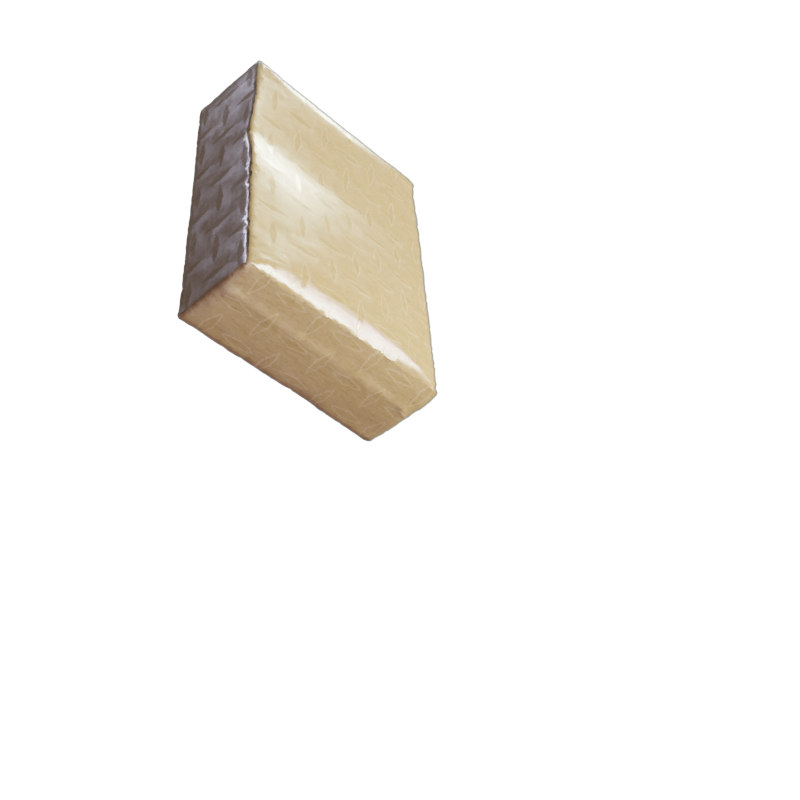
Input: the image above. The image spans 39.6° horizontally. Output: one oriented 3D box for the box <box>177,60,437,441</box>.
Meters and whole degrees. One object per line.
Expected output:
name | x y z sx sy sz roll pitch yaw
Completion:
box | -0.057 -0.105 0.733 0.154 0.230 0.071 34 -56 -31
